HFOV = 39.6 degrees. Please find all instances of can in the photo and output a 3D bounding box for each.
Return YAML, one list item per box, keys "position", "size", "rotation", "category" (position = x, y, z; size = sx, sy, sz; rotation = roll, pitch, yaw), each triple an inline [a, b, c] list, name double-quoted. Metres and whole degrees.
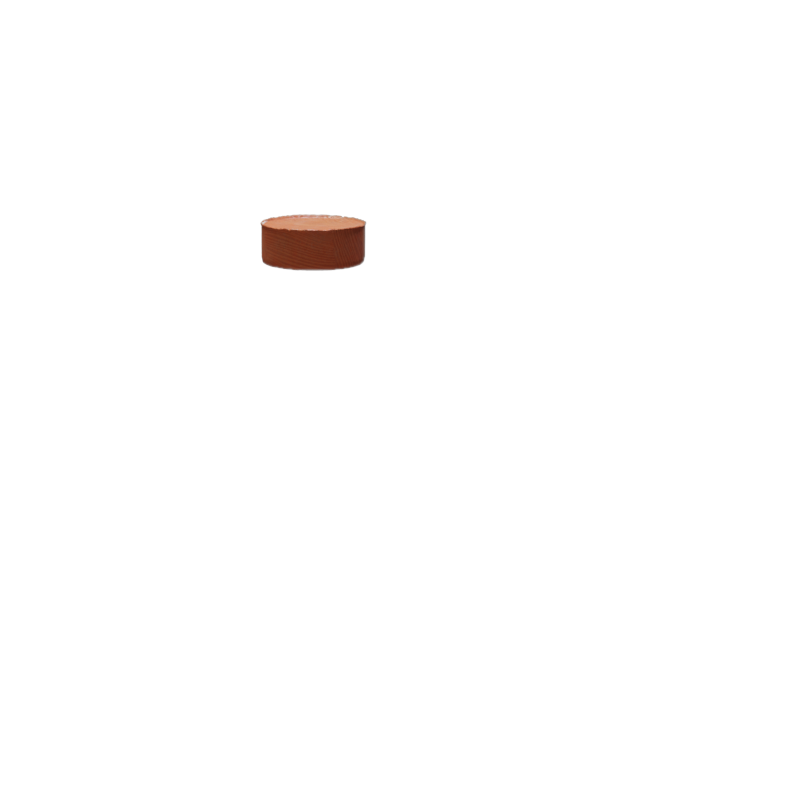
- position: [-0.071, -0.129, 0.902]
  size: [0.086, 0.033, 0.089]
  rotation: [0, 16, -2]
  category: "can"
